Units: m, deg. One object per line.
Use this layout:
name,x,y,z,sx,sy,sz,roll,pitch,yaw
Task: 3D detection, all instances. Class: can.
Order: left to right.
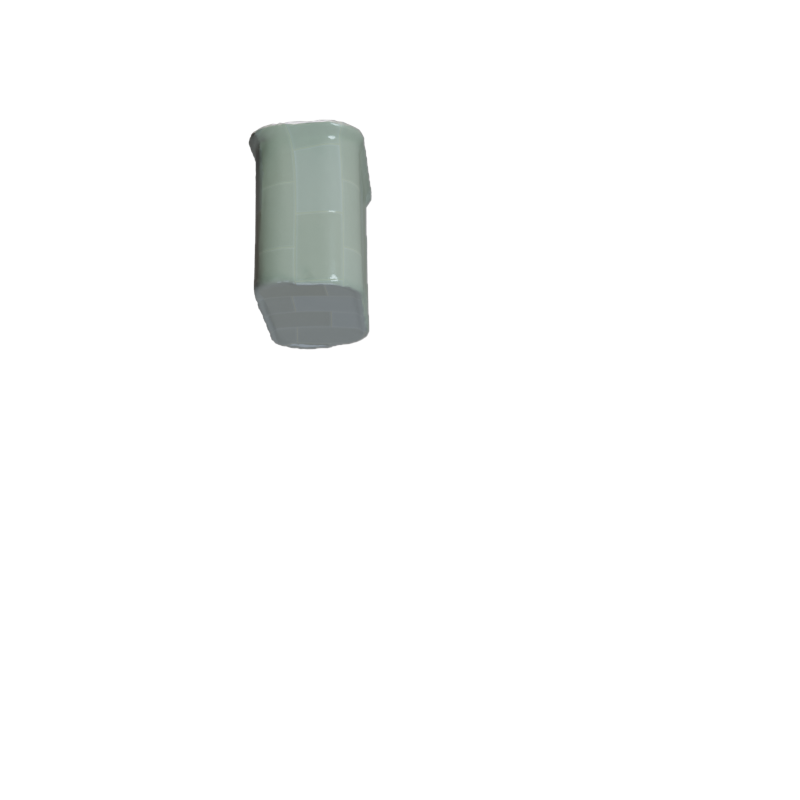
can,-0.044,-0.080,0.562,0.058,0.088,0.097,-2,-19,2
